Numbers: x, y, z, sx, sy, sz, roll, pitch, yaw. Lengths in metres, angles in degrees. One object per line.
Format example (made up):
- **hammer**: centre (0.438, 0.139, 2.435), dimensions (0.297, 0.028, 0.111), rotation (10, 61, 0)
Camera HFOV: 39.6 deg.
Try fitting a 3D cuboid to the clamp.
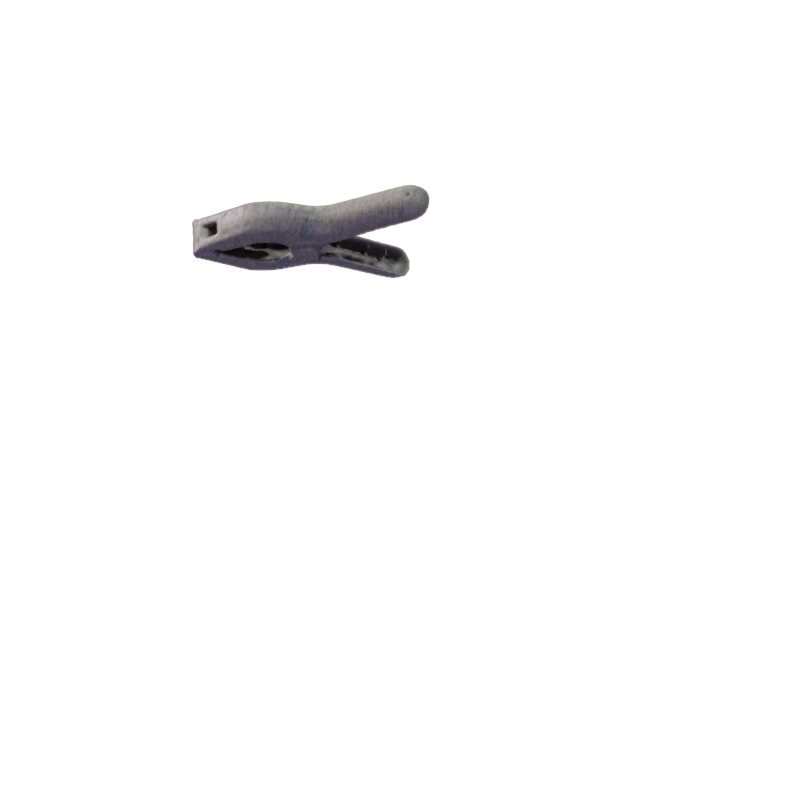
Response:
- **clamp**: centre (-0.064, -0.117, 0.817), dimensions (0.172, 0.042, 0.112), rotation (-2, -26, 4)
